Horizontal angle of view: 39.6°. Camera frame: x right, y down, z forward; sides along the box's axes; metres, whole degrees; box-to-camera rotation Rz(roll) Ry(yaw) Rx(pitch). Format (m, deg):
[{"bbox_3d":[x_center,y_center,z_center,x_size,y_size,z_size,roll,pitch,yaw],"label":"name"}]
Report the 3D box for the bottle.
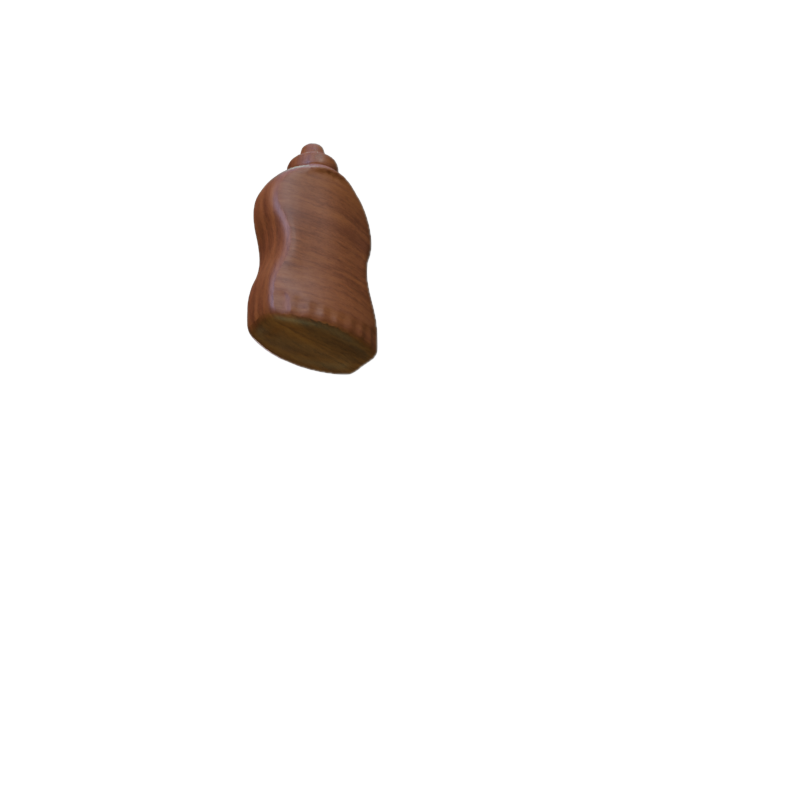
[{"bbox_3d":[-0.065,-0.118,0.829,0.091,0.205,0.057,21,-42,-29],"label":"bottle"}]
